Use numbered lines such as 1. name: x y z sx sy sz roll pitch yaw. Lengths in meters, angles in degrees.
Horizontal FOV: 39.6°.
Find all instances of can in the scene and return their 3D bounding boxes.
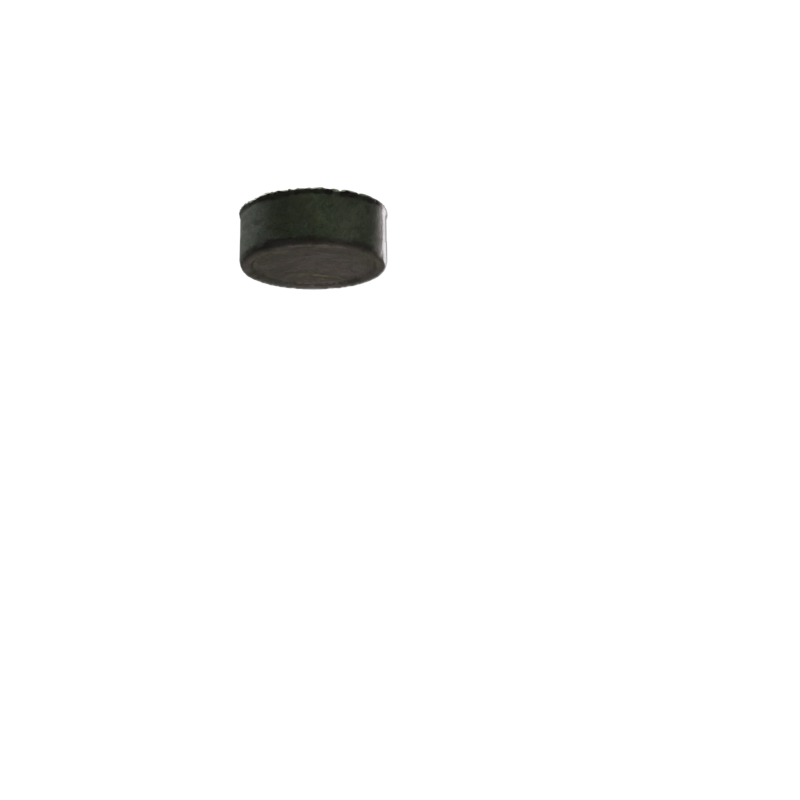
1. can: -0.050 -0.091 0.635 0.086 0.035 0.083 0 -13 -2
